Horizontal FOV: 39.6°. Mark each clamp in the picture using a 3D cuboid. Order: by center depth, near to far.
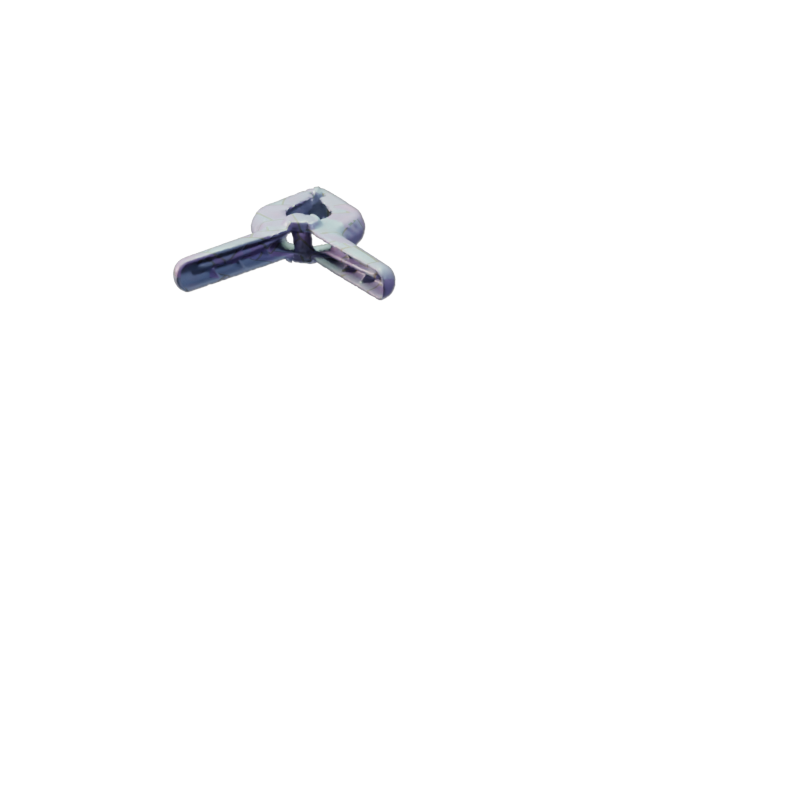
[{"bbox_3d":[-0.070,-0.127,0.891,0.168,0.035,0.217,6,27,12],"label":"clamp"}]
